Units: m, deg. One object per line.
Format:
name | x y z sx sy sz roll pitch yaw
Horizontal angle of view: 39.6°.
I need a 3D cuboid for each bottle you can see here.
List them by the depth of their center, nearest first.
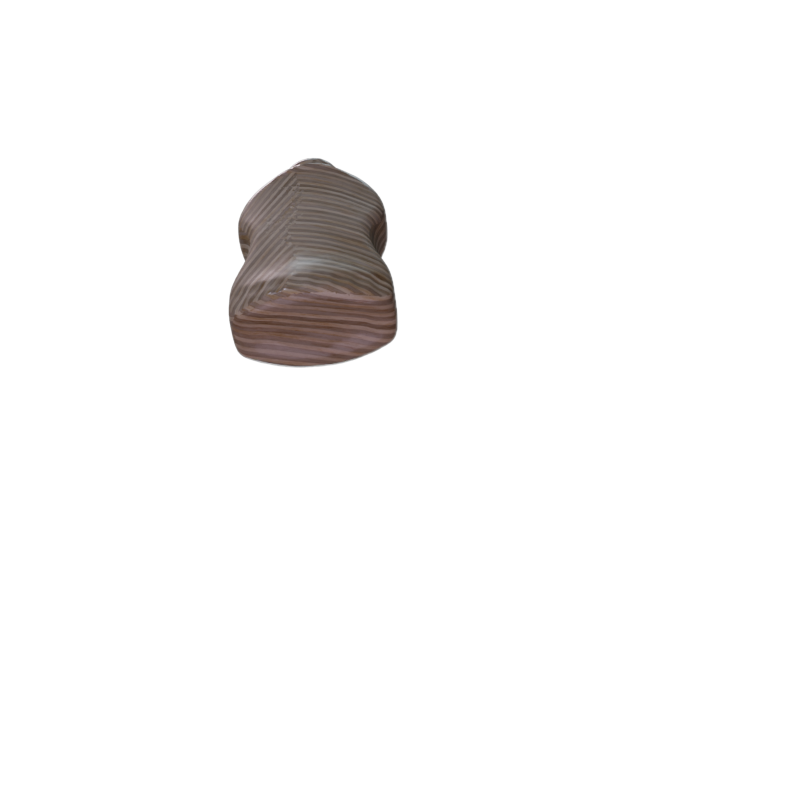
bottle | -0.055 -0.101 0.705 0.096 0.054 0.205 -8 37 2
